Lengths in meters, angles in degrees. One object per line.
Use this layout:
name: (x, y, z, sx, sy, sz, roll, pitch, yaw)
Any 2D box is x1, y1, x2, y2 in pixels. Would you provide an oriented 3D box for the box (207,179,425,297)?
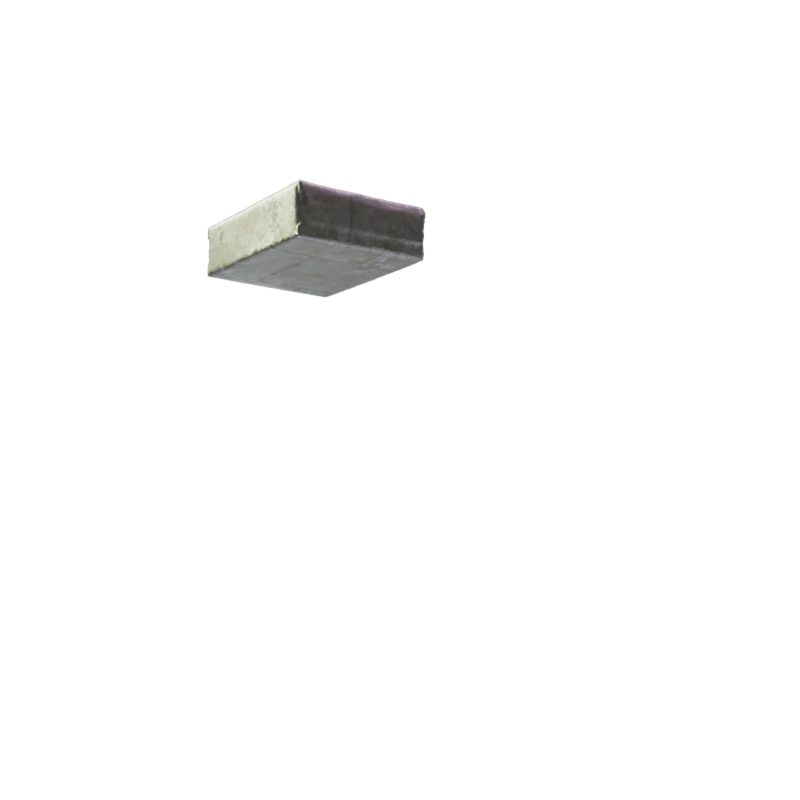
box: (-0.043, -0.078, 0.545, 0.070, 0.031, 0.090, 7, -13, -35)
